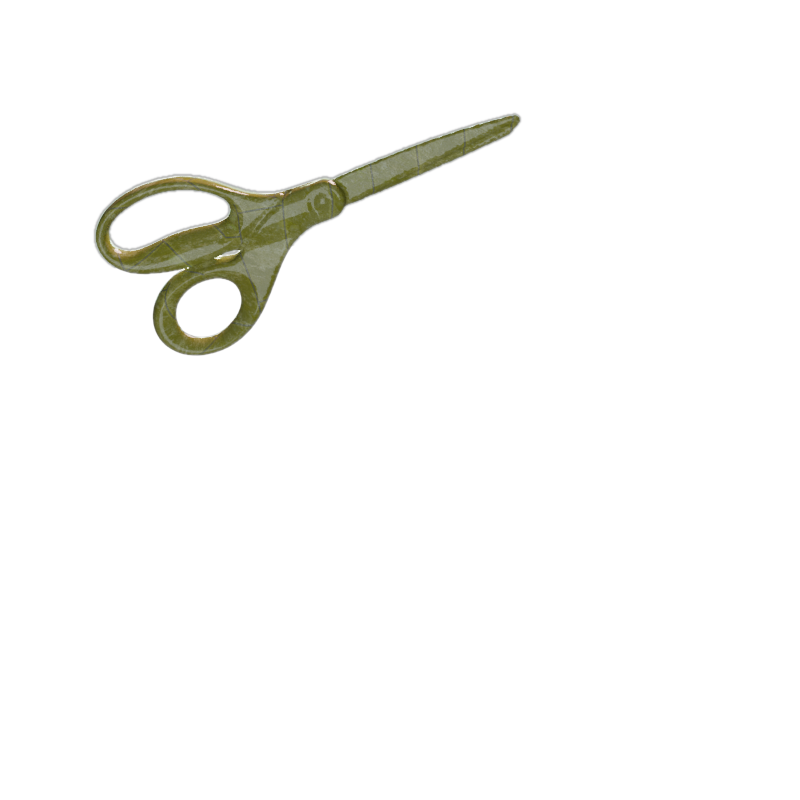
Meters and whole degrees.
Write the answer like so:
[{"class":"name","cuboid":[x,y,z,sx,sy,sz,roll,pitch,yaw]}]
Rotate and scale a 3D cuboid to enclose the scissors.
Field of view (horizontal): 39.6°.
[{"class":"scissors","cuboid":[-0.041,-0.074,0.520,0.202,0.092,0.016,-7,18,2]}]
